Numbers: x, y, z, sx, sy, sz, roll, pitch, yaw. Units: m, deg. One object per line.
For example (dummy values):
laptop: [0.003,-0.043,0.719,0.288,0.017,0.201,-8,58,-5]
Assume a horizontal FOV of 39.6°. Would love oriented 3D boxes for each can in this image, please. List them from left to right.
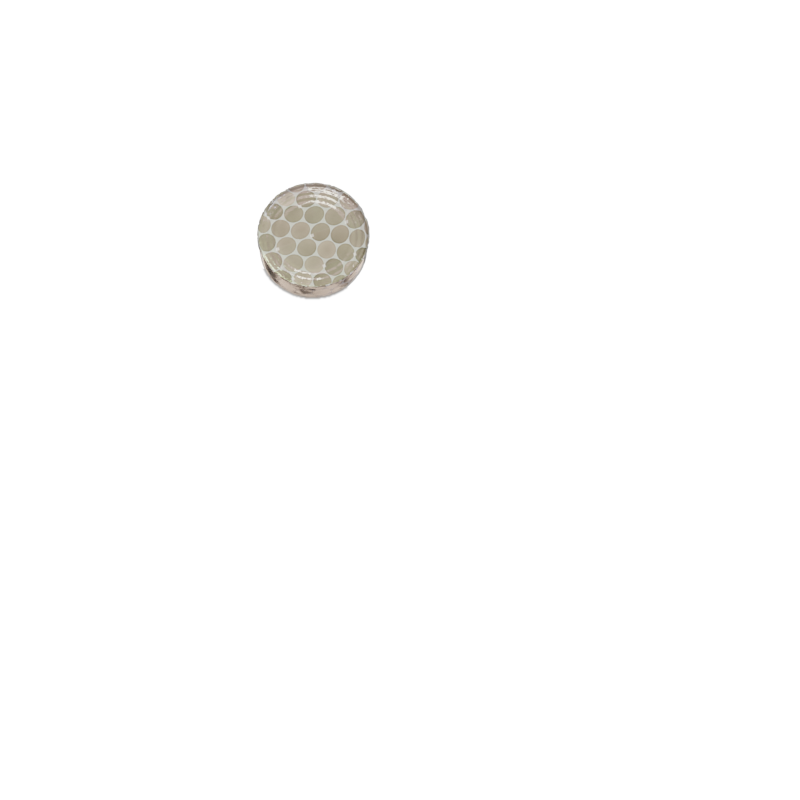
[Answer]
can: [-0.067,-0.123,0.860,0.086,0.090,0.032,-1,-19,-1]
